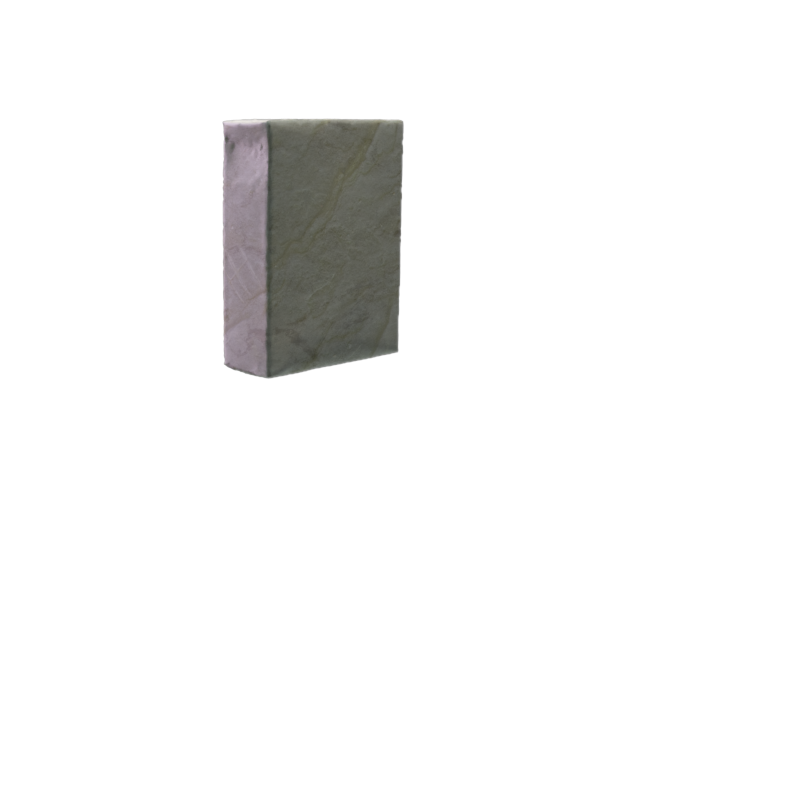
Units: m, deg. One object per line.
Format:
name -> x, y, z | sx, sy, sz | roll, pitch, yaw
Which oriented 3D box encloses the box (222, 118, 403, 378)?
box -> -0.076, -0.139, 0.970 | 0.075, 0.210, 0.159 | 7, 11, 43
